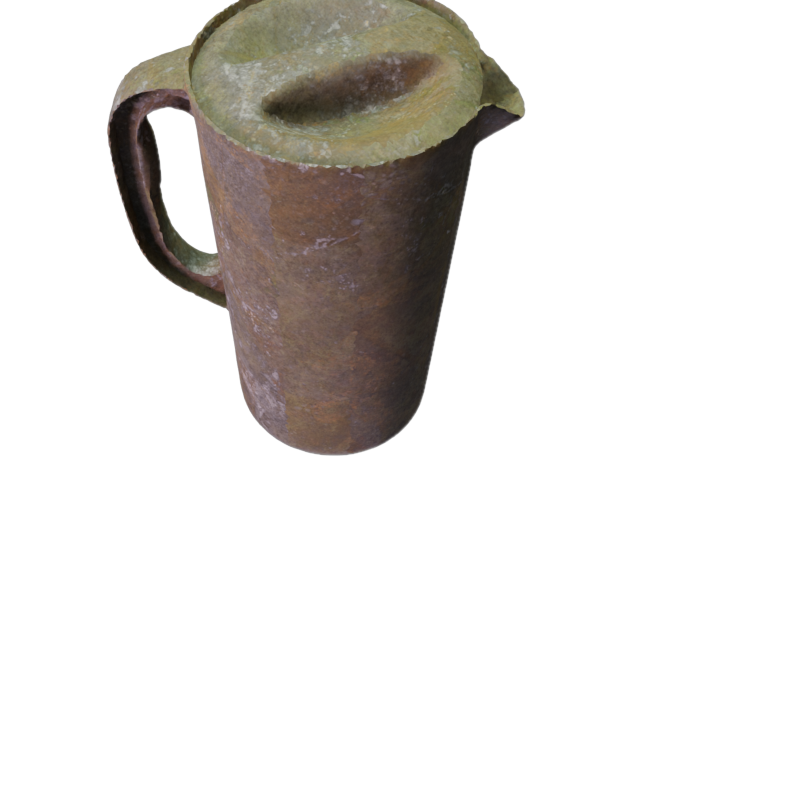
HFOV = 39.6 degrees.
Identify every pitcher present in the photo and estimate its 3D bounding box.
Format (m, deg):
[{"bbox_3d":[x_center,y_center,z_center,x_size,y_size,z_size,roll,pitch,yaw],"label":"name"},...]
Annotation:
[{"bbox_3d":[-0.044,-0.081,0.564,0.146,0.226,0.159,-35,60,-27],"label":"pitcher"}]
